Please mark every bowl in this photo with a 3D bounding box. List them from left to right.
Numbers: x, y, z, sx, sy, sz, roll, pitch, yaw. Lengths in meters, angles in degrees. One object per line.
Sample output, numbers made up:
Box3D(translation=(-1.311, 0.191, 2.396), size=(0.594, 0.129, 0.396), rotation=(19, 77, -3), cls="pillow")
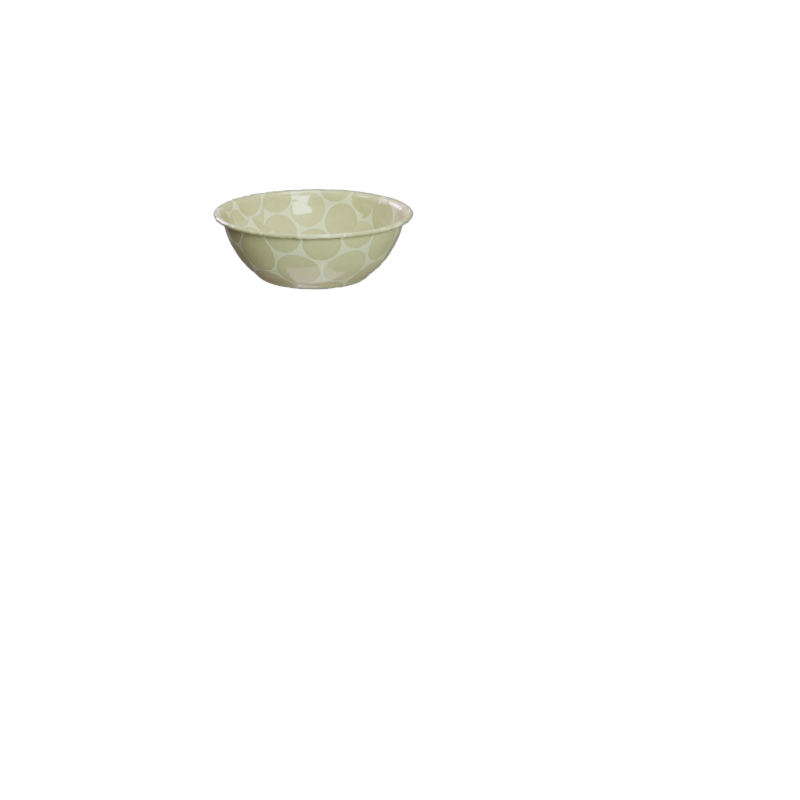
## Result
Box3D(translation=(-0.071, -0.129, 0.906), size=(0.162, 0.053, 0.169), rotation=(-1, 21, -2), cls="bowl")
